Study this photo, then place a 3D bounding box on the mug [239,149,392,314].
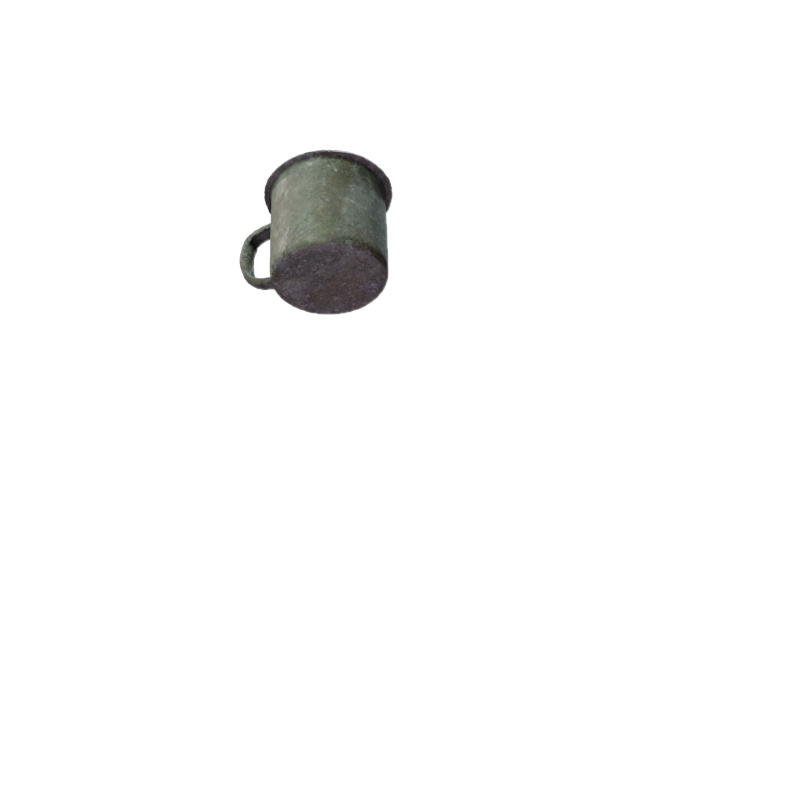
[{"bbox_3d":[-0.061,-0.111,0.780,0.118,0.087,0.086,-15,-39,18],"label":"mug"}]
